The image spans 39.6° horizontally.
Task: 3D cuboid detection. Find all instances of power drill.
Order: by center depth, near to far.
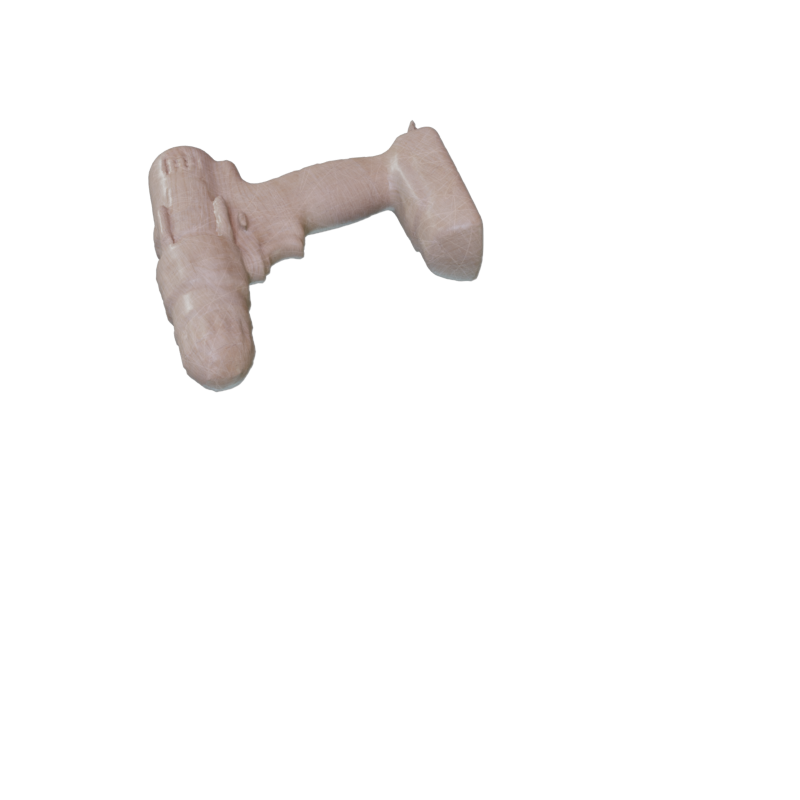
[{"bbox_3d":[-0.051,-0.093,0.652,0.186,0.200,0.053,-10,-41,-9],"label":"power drill"}]
